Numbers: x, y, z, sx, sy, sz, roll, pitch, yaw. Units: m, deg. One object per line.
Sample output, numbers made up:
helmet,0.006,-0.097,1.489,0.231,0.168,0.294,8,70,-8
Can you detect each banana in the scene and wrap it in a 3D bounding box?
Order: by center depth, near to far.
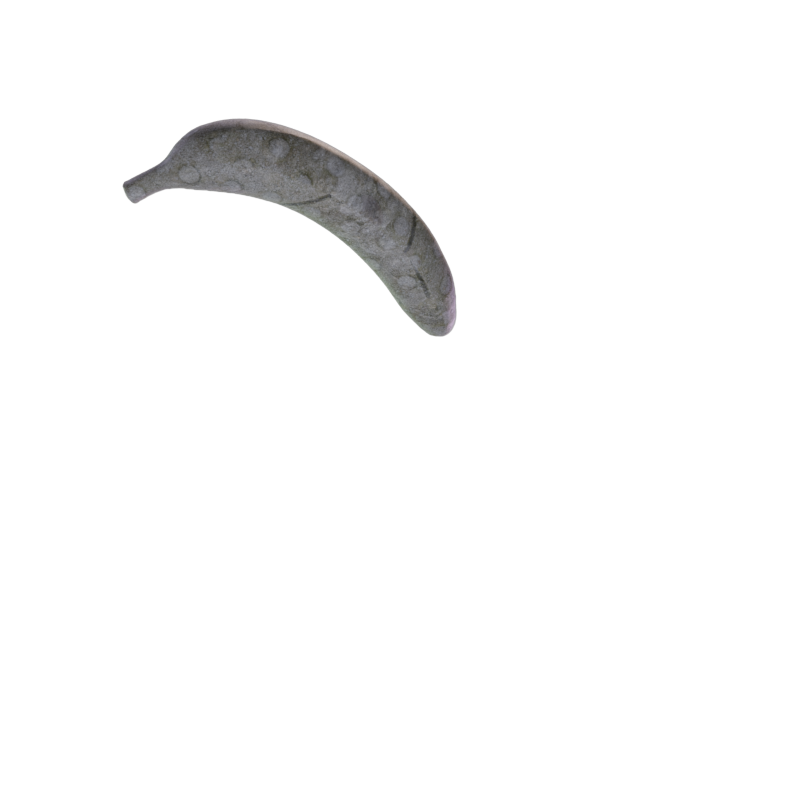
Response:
banana,-0.038,-0.094,0.565,0.189,0.039,0.068,24,-51,-22
